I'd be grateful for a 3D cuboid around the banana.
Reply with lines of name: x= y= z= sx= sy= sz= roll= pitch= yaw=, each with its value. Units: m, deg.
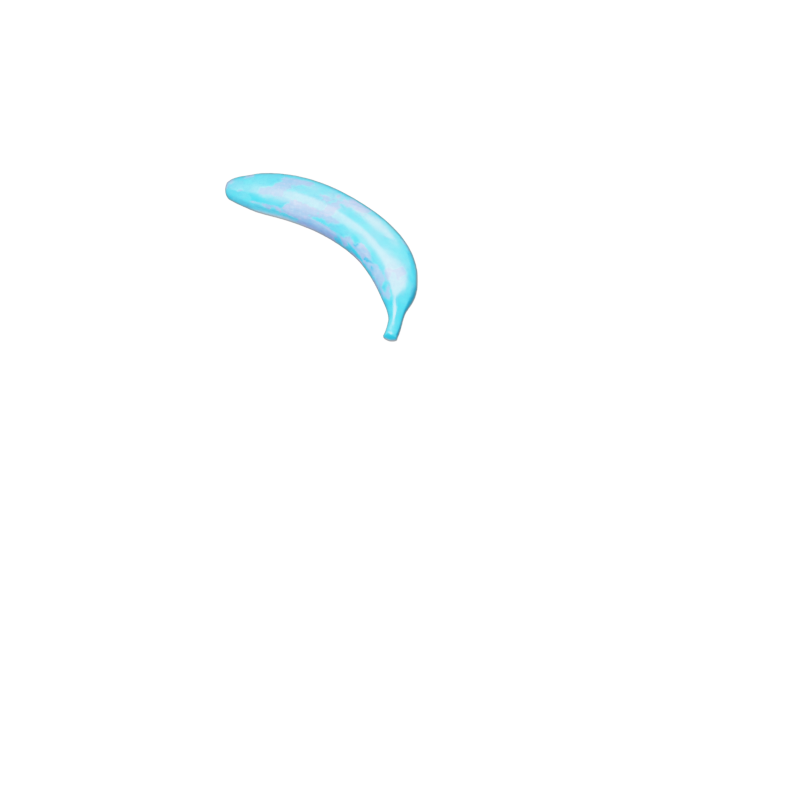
banana: x=-0.051 y=-0.130 z=0.861 sx=0.070 sy=0.034 sz=0.210 roll=-35 pitch=61 yaw=-24
